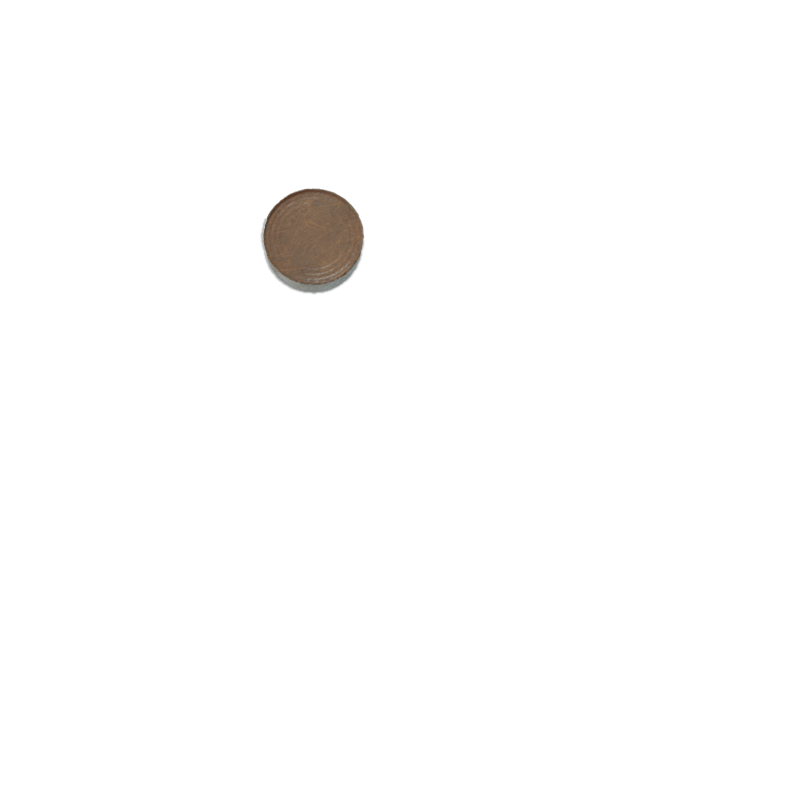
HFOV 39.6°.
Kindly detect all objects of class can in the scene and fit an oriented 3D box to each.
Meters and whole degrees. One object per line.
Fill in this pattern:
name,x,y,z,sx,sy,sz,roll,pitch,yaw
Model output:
can,-0.074,-0.136,0.951,0.086,0.089,0.032,-1,-17,-1
